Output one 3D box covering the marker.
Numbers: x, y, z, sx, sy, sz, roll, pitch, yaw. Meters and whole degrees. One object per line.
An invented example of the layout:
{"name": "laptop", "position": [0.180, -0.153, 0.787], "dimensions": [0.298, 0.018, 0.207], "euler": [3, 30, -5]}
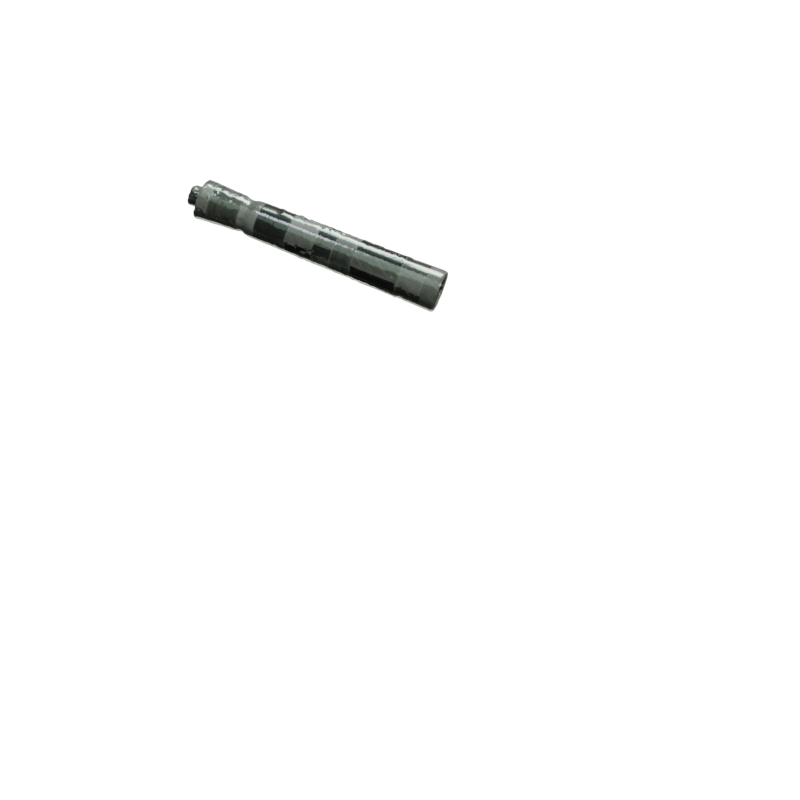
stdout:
{"name": "marker", "position": [-0.038, -0.070, 0.490], "dimensions": [0.124, 0.020, 0.019], "euler": [23, 8, 11]}
